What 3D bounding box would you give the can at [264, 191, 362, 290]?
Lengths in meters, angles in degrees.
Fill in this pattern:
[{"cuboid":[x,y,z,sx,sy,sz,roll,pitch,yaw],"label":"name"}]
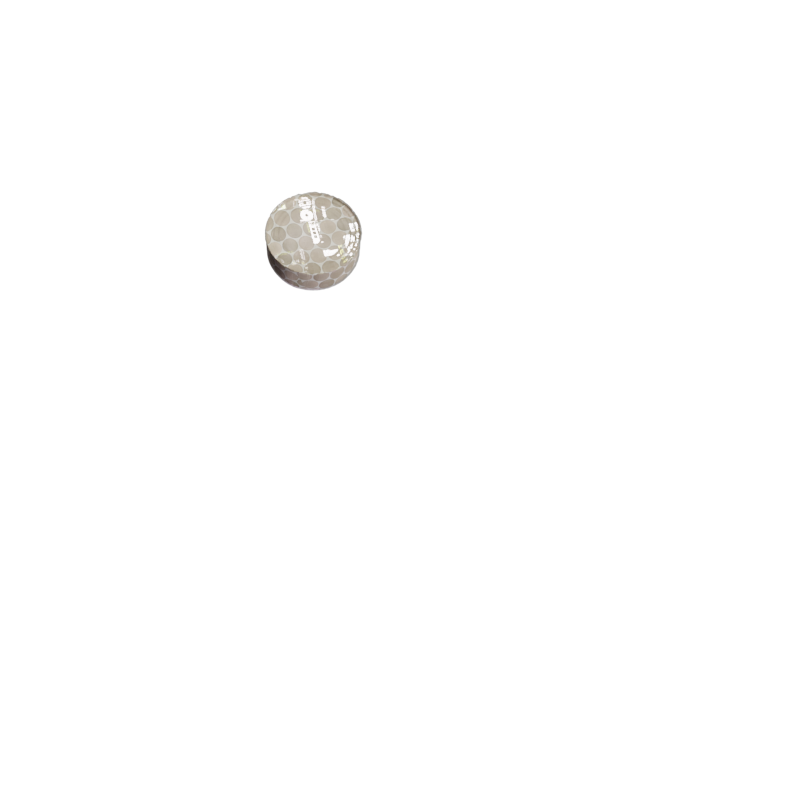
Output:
[{"cuboid":[-0.078,-0.142,0.993,0.086,0.091,0.032,-1,-29,-1],"label":"can"}]
